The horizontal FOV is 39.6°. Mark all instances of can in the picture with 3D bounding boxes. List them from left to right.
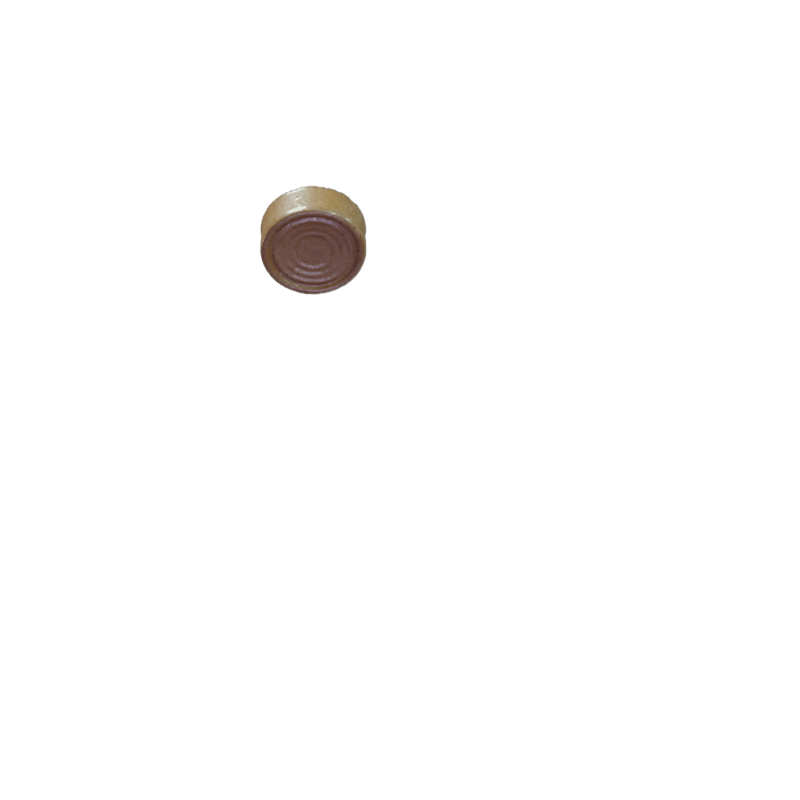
[{"bbox_3d":[-0.069,-0.127,0.886,0.086,0.080,0.036,1,39,-1],"label":"can"}]
